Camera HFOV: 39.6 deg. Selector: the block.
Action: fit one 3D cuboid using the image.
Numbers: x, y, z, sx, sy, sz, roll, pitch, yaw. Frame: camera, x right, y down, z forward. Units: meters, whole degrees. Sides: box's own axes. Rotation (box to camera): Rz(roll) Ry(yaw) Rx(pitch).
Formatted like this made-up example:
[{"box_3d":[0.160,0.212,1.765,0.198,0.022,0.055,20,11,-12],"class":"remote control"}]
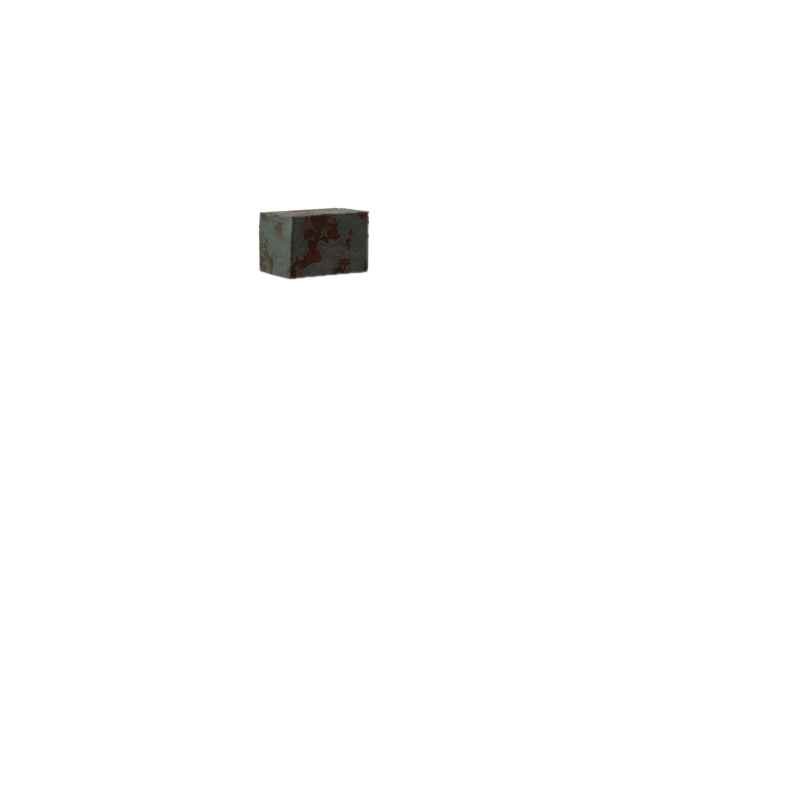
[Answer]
[{"box_3d":[-0.072,-0.130,0.914,0.076,0.050,0.055,-9,14,-35],"class":"block"}]
